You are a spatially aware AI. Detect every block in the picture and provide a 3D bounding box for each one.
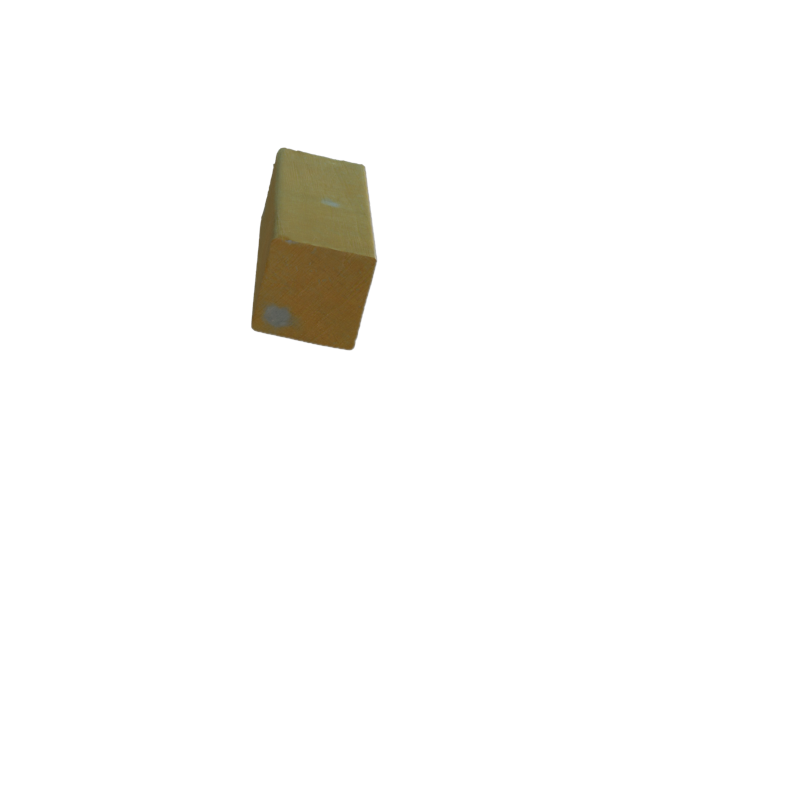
[{"bbox_3d":[-0.079,-0.142,0.994,0.089,0.086,0.219,10,30,-10],"label":"block"}]
